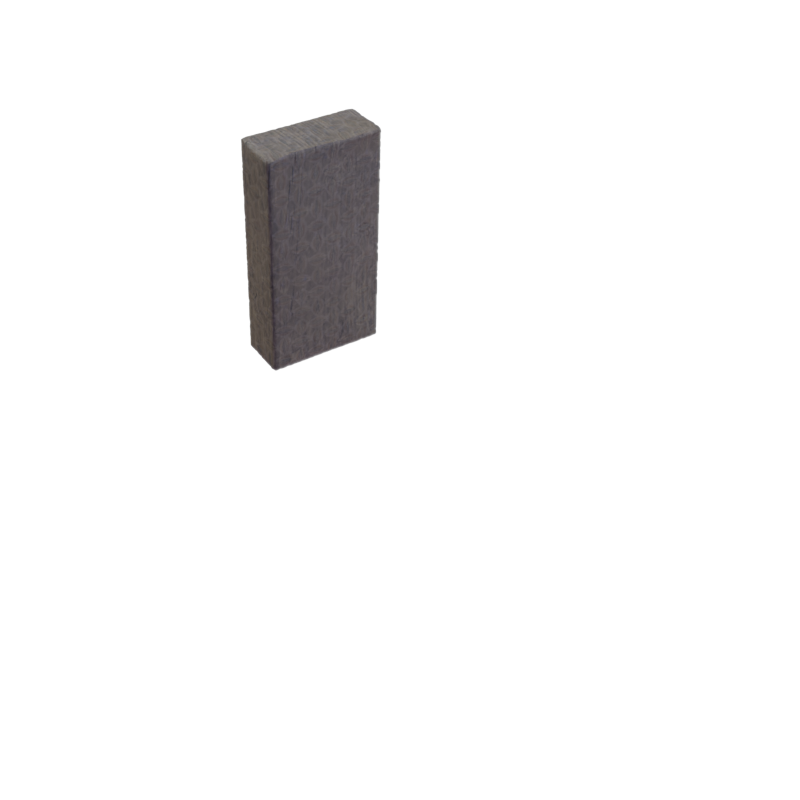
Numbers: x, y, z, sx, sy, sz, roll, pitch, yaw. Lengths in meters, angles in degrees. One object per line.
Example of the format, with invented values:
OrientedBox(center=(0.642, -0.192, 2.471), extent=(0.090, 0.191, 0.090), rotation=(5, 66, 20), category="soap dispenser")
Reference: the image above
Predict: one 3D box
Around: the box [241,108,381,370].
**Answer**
OrientedBox(center=(-0.063, -0.114, 0.800), extent=(0.092, 0.165, 0.052), rotation=(-21, 43, -27), category="box")
